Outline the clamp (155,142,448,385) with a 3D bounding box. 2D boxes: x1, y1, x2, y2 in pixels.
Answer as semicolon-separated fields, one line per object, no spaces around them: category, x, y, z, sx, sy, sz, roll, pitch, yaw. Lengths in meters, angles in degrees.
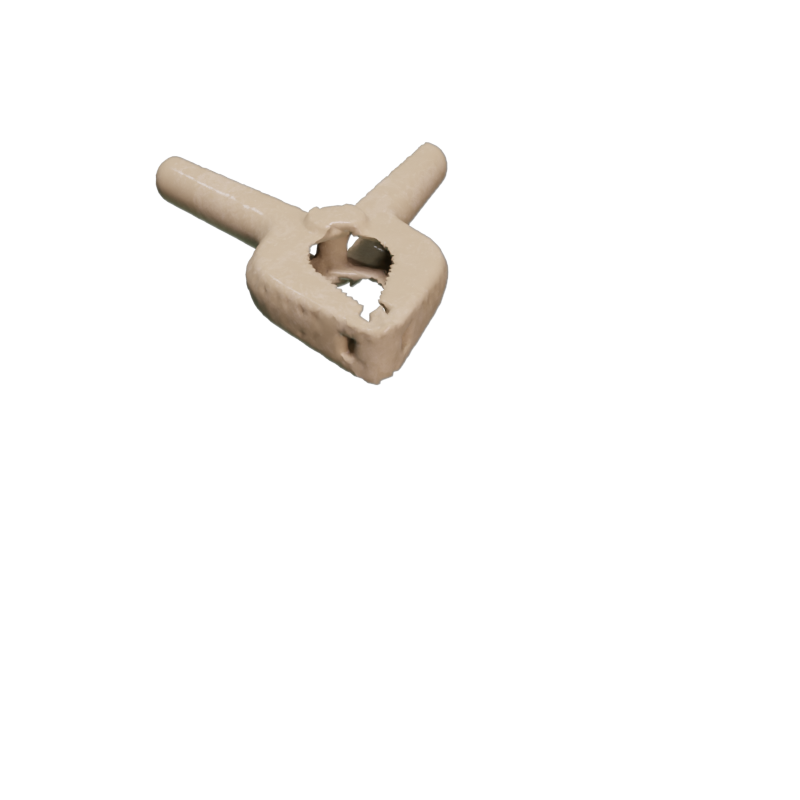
clamp;-0.043;-0.078;0.550;0.164;0.034;0.225;-3;34;-5
